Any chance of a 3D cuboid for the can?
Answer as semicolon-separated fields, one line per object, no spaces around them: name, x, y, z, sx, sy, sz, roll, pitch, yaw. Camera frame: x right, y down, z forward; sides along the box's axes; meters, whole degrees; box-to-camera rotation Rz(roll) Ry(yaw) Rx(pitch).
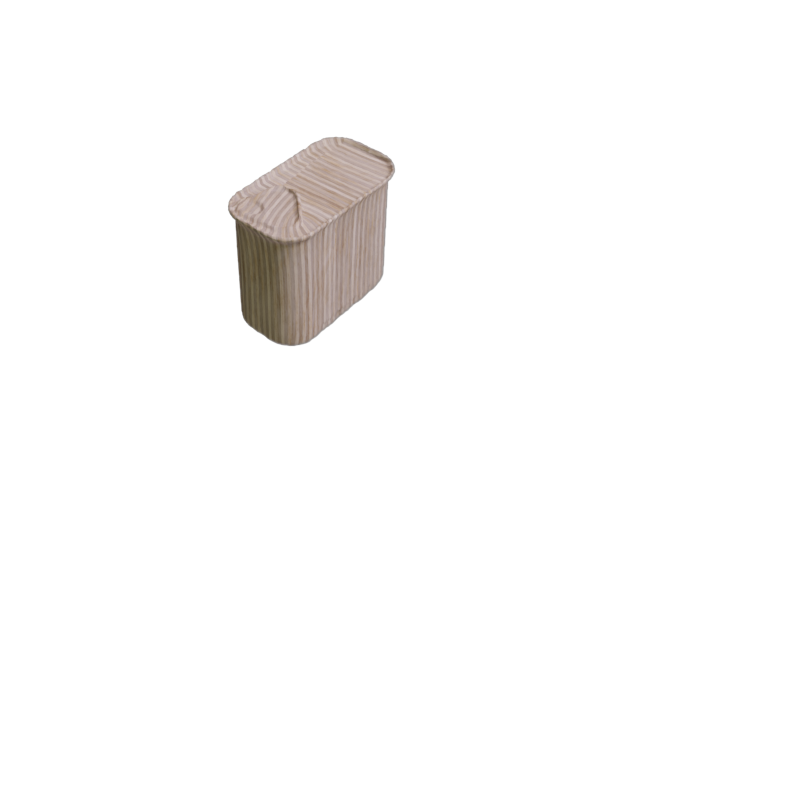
can;-0.051;-0.093;0.653;0.061;0.078;0.103;29;49;26
